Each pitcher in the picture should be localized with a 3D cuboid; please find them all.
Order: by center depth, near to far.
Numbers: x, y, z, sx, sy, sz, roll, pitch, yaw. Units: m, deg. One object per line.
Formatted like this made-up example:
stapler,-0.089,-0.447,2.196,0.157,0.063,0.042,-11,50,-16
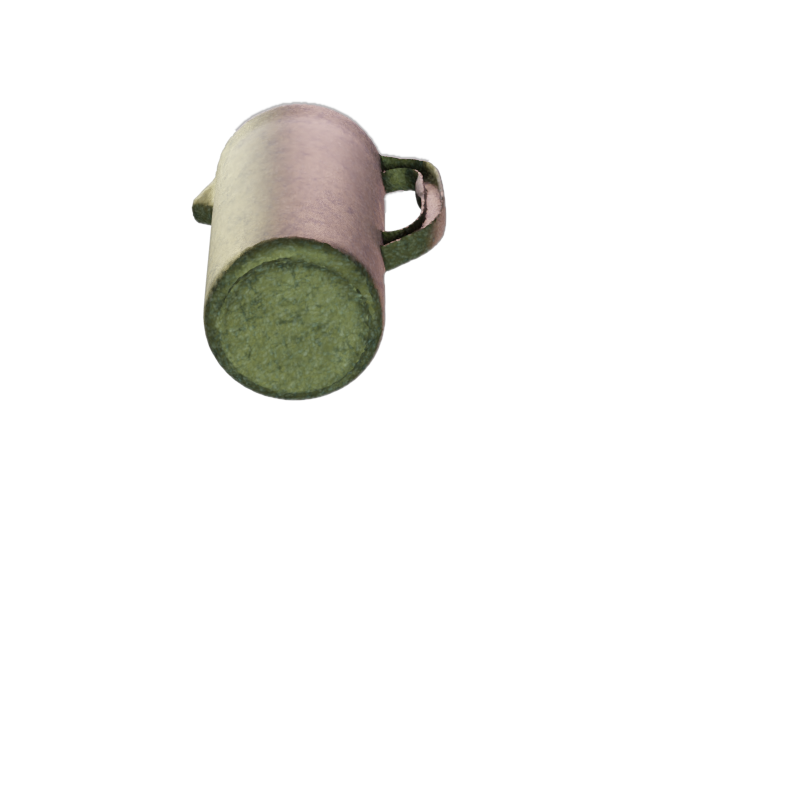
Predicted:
pitcher,-0.059,-0.108,0.753,0.139,0.146,0.258,33,22,-19
